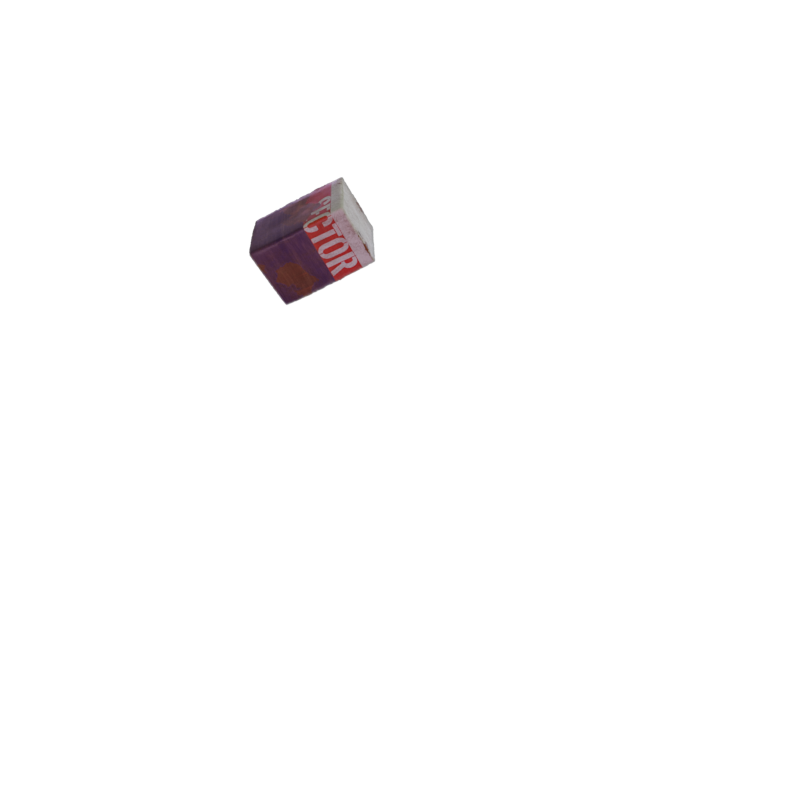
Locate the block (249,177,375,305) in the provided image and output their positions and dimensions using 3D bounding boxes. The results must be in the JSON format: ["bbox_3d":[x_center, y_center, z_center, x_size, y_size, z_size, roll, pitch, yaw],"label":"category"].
[{"bbox_3d":[-0.064,-0.116,0.816,0.078,0.049,0.055,-25,30,13],"label":"block"}]
